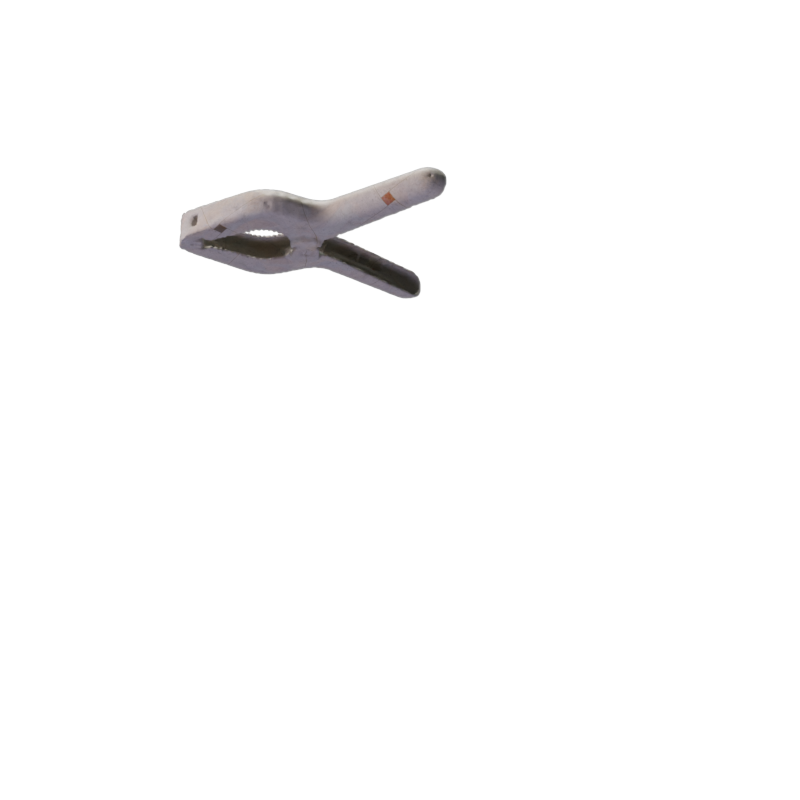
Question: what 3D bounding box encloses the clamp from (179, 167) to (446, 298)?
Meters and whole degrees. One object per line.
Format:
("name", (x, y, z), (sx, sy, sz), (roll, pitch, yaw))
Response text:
("clamp", (-0.070, -0.128, 0.895), (0.211, 0.039, 0.154), (-1, -29, 2))
